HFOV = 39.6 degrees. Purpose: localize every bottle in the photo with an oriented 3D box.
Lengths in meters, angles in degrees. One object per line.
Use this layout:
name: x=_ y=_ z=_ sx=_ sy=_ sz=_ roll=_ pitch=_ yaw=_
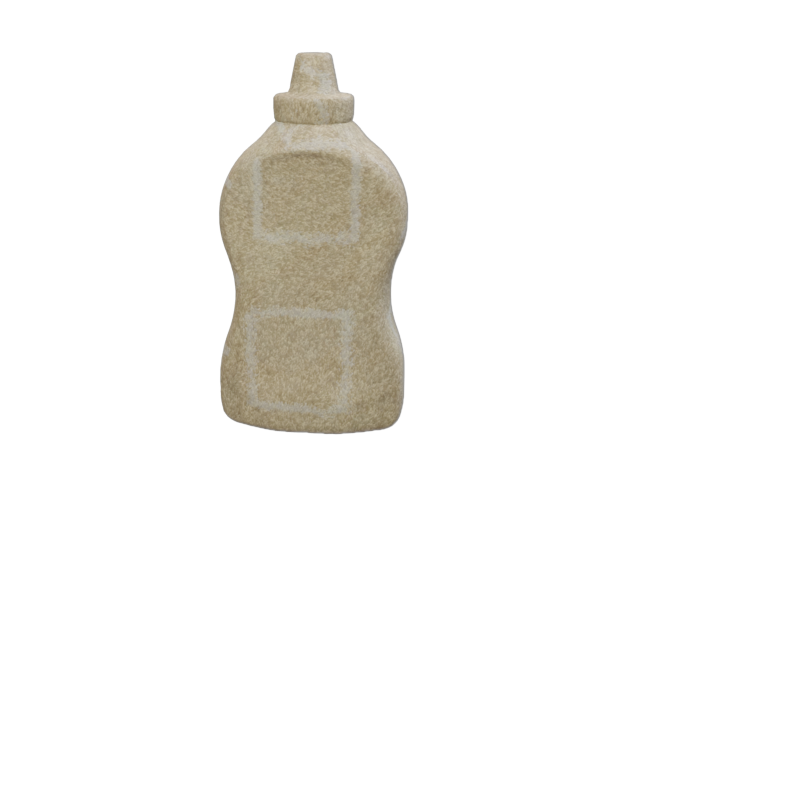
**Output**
bottle: x=-0.045 y=-0.082 z=0.571 sx=0.097 sy=0.186 sz=0.060 roll=3 pitch=14 yaw=8
